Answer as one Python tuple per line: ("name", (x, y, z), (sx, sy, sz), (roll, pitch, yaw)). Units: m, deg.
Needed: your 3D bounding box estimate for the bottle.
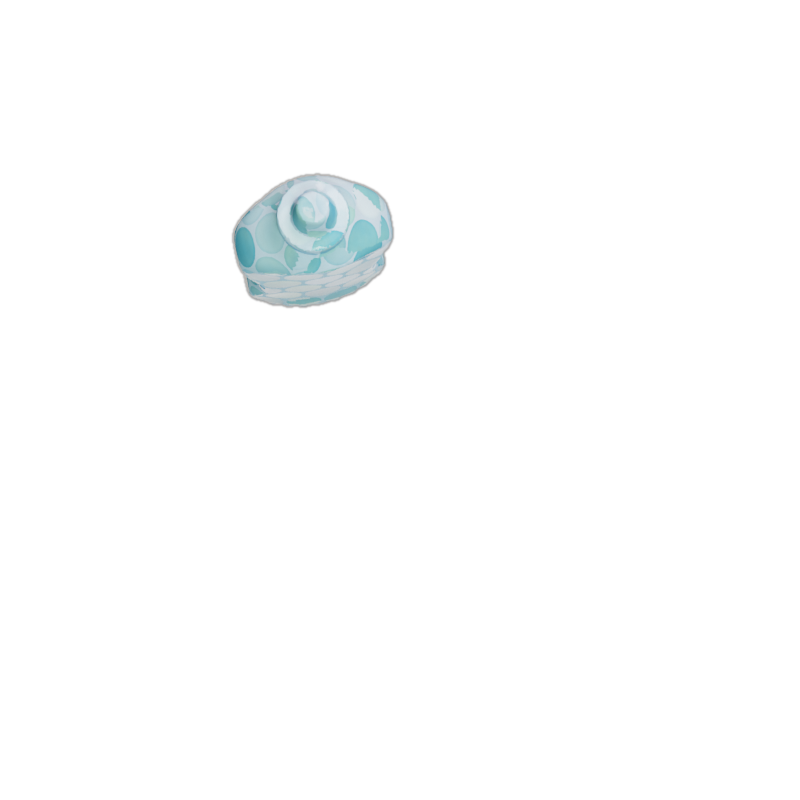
("bottle", (-0.054, -0.098, 0.683), (0.096, 0.059, 0.189), (-10, -2, -4))
